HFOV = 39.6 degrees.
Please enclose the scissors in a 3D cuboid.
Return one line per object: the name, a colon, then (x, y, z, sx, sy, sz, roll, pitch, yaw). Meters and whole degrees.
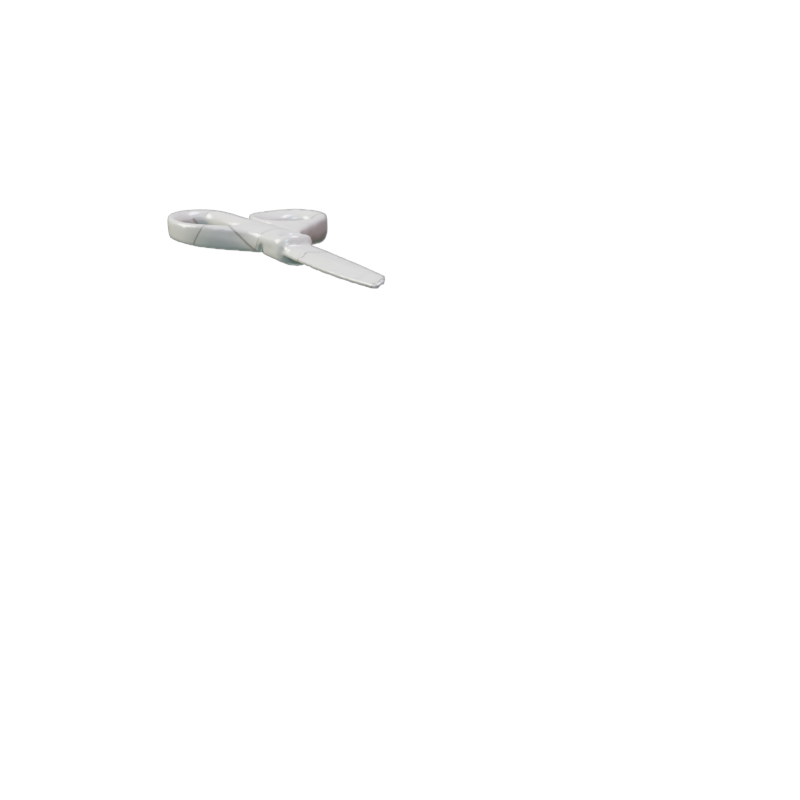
scissors: (-0.044, -0.080, 0.561, 0.094, 0.015, 0.213, -14, 22, -39)
